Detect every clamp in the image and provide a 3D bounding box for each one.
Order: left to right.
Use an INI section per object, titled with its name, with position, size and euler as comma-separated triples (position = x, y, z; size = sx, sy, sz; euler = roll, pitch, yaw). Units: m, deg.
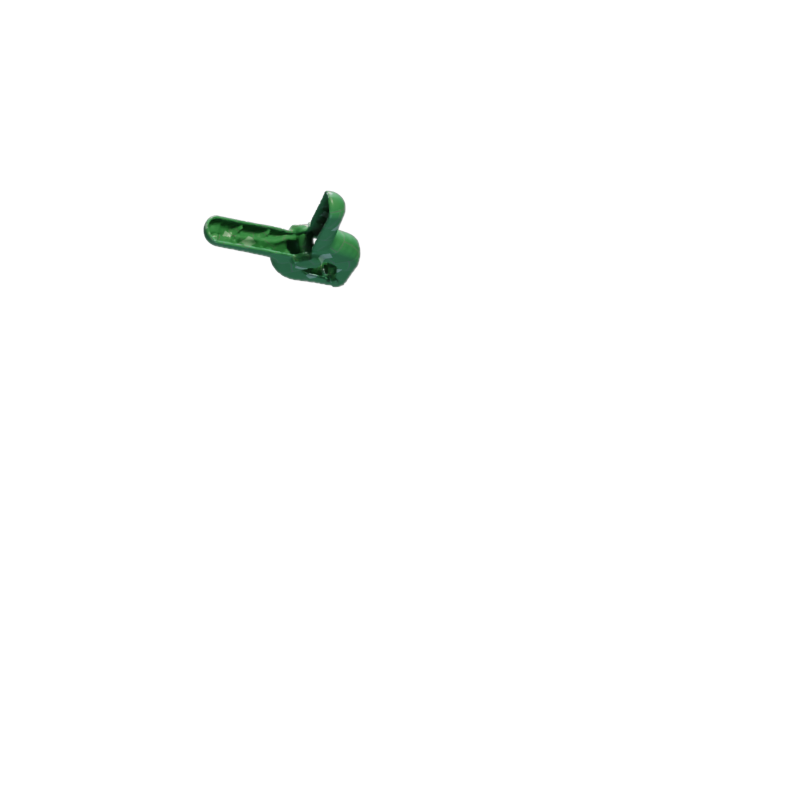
[clamp]
position = -0.074, -0.135, 0.945
size = 0.123, 0.040, 0.162
euler = -5, -10, 27
